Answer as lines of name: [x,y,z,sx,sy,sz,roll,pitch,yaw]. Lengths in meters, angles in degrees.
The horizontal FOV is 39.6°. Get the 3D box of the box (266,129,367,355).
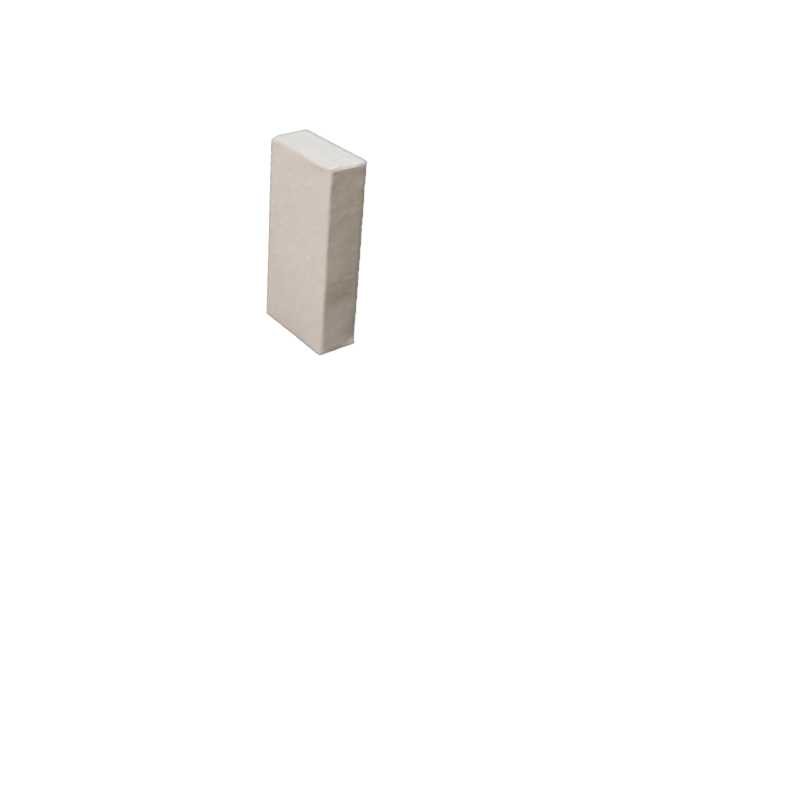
box: [-0.076,-0.138,0.970,0.047,0.166,0.100,-17,34,-32]
